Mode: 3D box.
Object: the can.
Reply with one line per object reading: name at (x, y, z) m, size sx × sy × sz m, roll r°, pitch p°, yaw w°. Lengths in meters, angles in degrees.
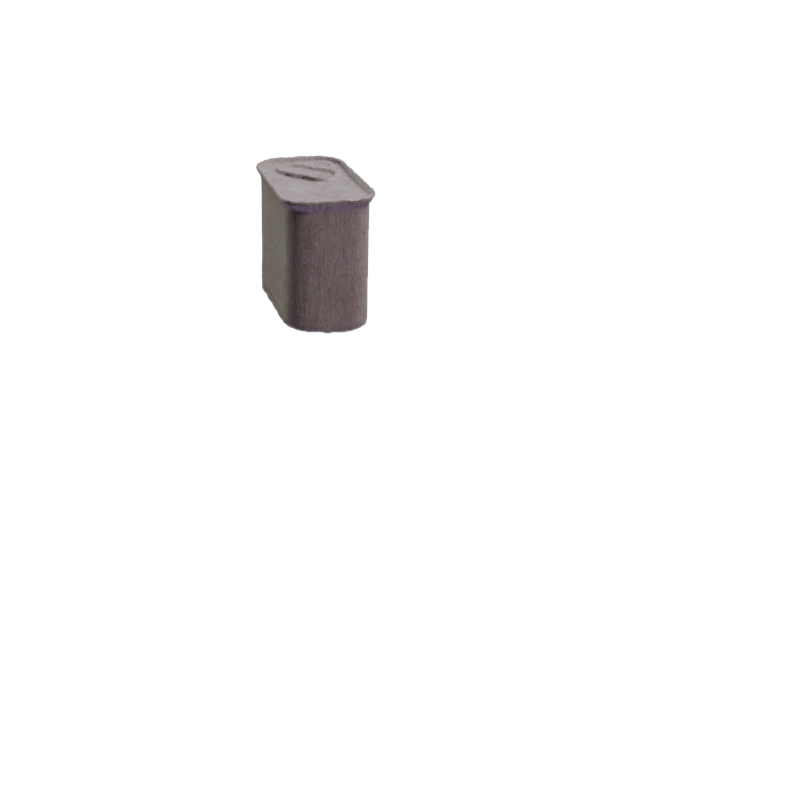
can at (-0.054, -0.098, 0.686) m, size 0.056 × 0.080 × 0.109 m, roll -6°, pitch 25°, yaw -16°
